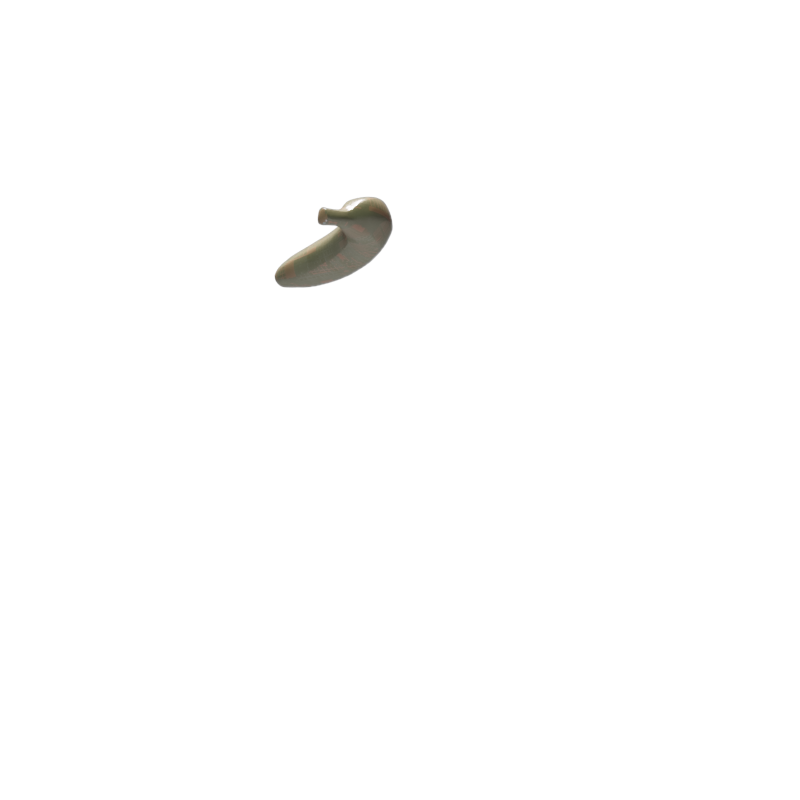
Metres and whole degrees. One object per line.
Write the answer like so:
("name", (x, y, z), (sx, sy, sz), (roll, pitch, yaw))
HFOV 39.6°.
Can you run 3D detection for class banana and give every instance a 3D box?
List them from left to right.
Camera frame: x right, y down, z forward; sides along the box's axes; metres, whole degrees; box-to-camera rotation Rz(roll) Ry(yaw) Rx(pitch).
("banana", (-0.048, -0.122, 0.852), (0.068, 0.038, 0.195), (3, -10, -15))
